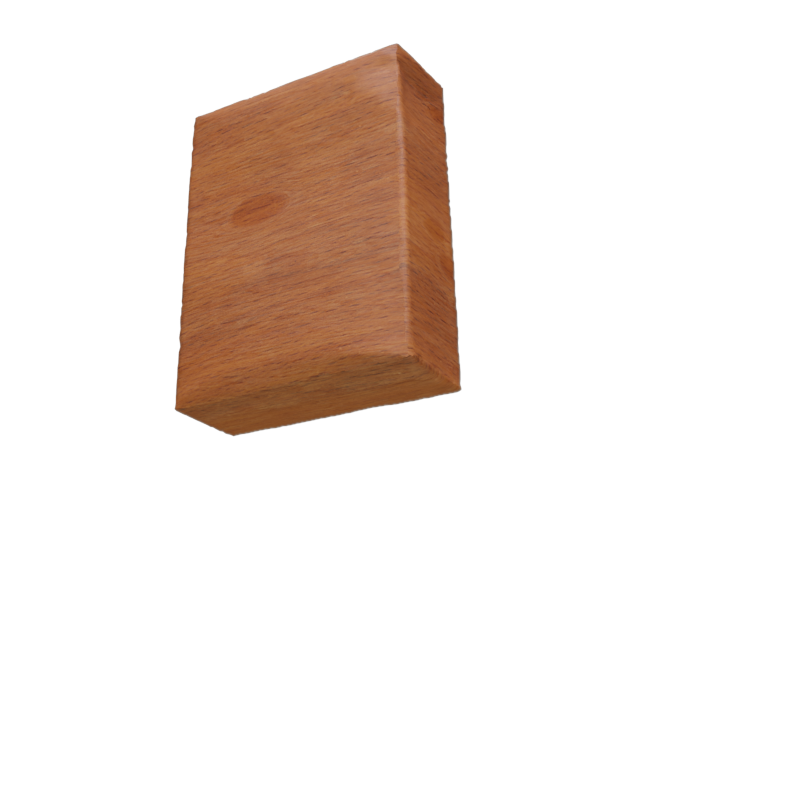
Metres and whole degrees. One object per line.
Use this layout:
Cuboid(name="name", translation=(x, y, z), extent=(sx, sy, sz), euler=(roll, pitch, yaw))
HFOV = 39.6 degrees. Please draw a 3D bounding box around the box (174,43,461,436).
Cuboid(name="box", translation=(-0.054, -0.099, 0.696), extent=(0.167, 0.226, 0.067), euler=(-14, -27, 26))
